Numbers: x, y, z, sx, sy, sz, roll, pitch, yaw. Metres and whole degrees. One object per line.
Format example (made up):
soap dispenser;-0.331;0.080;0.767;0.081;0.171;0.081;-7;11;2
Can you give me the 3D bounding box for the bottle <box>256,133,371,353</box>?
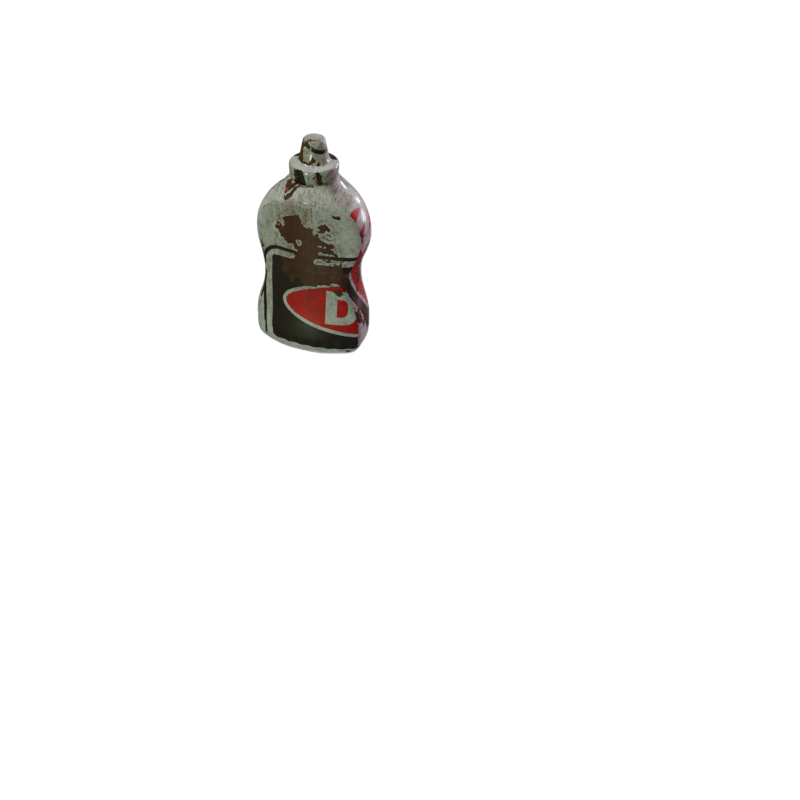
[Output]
bottle;-0.073;-0.133;0.932;0.099;0.180;0.060;14;35;18
